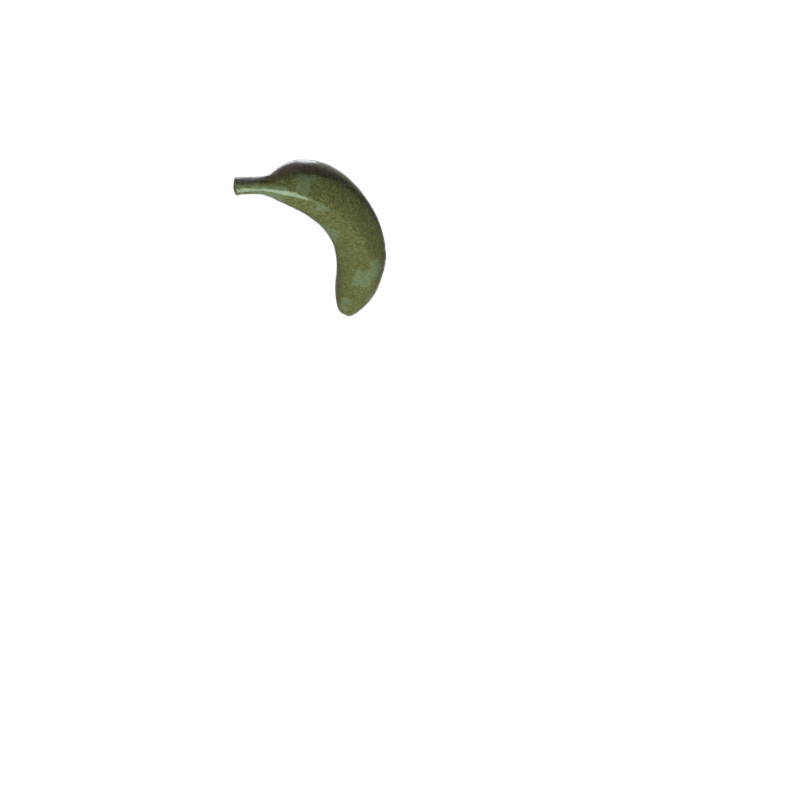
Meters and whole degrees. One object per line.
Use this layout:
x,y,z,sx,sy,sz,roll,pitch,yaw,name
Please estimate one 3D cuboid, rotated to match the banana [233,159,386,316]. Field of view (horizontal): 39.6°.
-0.047,-0.120,0.800,0.070,0.039,0.183,-11,-30,19,banana
